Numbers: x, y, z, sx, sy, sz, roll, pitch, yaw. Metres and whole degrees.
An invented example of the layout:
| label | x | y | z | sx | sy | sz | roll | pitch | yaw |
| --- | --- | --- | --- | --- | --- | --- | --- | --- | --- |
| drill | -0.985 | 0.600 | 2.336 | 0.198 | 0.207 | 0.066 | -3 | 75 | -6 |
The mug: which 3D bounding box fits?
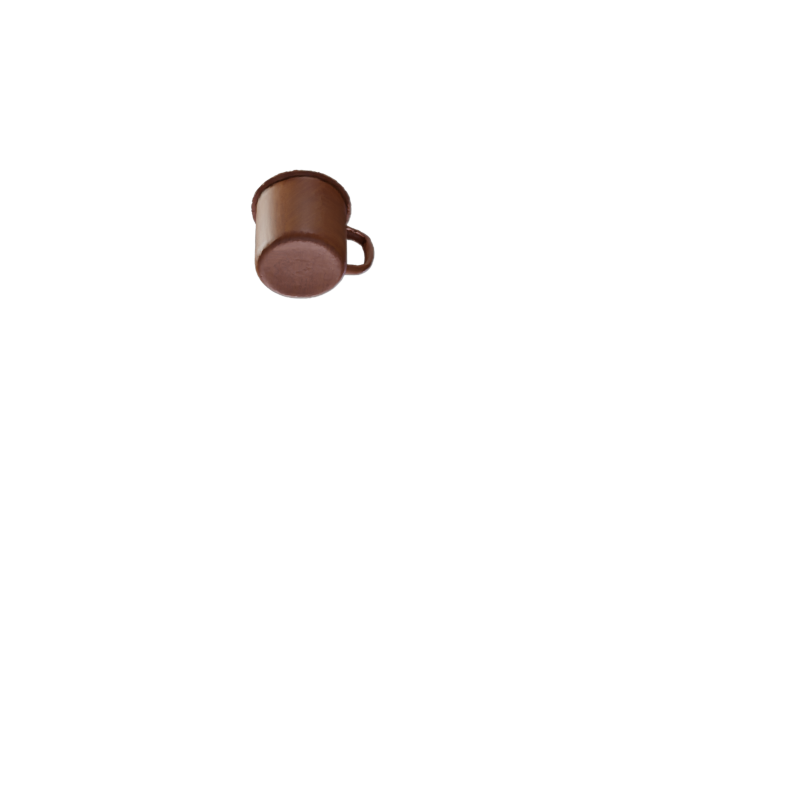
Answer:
| label | x | y | z | sx | sy | sz | roll | pitch | yaw |
| --- | --- | --- | --- | --- | --- | --- | --- | --- | --- |
| mug | -0.078 | -0.142 | 0.997 | 0.113 | 0.087 | 0.090 | 17 | -46 | -19 |
